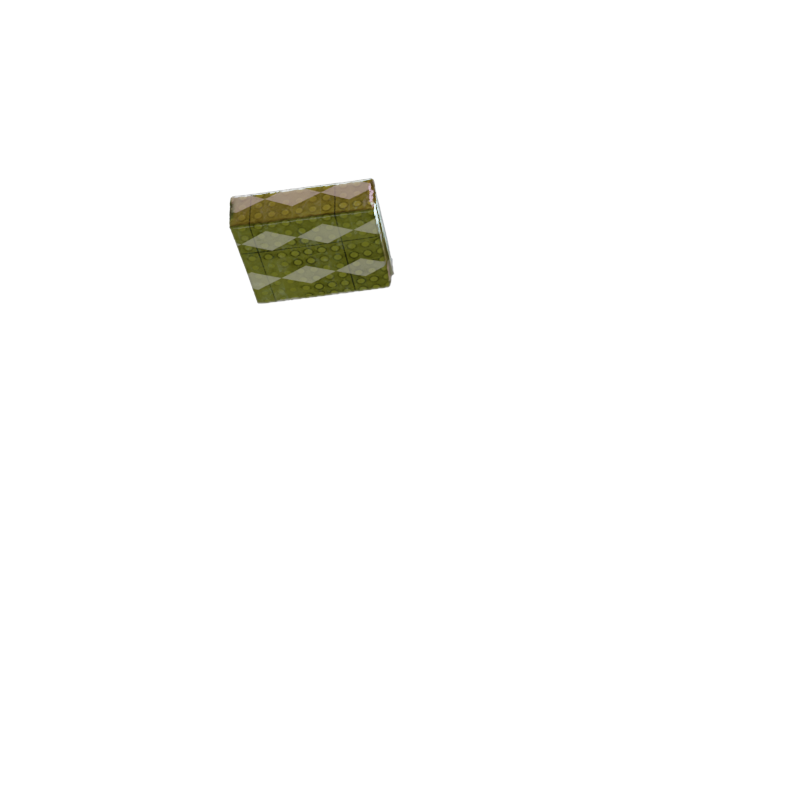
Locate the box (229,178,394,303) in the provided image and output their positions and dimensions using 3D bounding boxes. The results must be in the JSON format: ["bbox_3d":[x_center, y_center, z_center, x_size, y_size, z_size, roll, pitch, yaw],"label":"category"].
[{"bbox_3d":[-0.053,-0.097,0.679,0.090,0.032,0.067,-7,-38,8],"label":"box"}]
